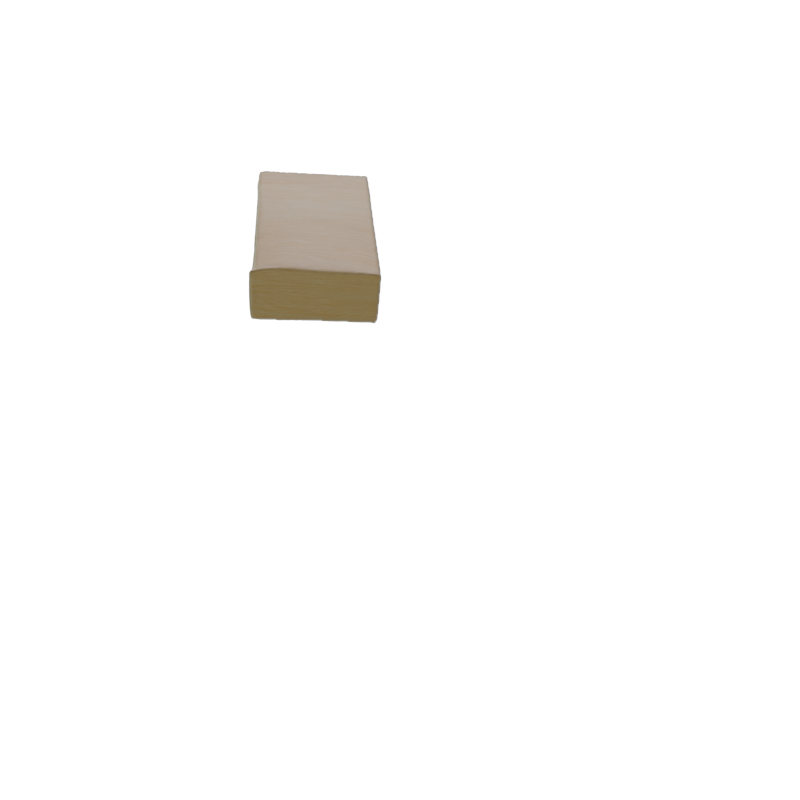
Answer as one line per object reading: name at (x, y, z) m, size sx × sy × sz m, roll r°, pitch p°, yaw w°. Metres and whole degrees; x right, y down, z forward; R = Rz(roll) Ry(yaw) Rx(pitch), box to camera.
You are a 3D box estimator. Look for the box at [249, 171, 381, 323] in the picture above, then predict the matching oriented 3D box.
box at (-0.067, -0.122, 0.854) m, size 0.093 × 0.045 × 0.187 m, roll 1°, pitch 30°, yaw -4°
